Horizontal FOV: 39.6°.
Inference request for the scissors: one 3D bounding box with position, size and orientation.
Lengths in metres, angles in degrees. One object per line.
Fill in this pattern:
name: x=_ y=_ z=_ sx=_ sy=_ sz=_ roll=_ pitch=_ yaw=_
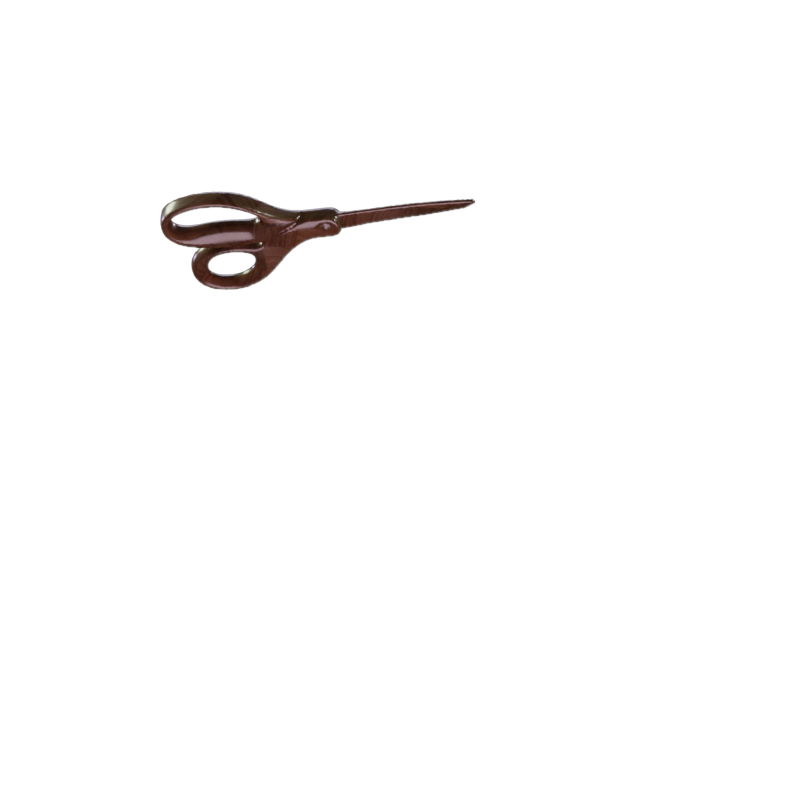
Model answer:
scissors: x=-0.058 y=-0.105 z=0.738 sx=0.201 sy=0.017 sz=0.090 roll=3 pitch=-36 yaw=-4
